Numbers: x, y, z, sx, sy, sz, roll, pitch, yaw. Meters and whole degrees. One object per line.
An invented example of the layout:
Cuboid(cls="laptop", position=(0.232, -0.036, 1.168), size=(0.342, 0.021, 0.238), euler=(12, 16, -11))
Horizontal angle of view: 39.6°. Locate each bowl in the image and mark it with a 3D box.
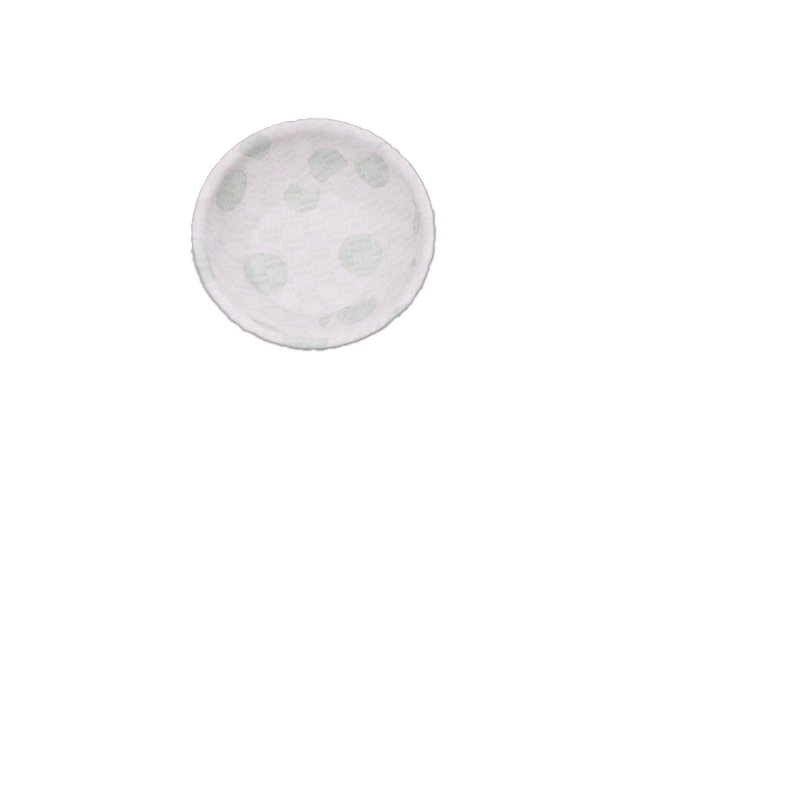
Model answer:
Cuboid(cls="bowl", position=(-0.059, -0.108, 0.755), size=(0.162, 0.169, 0.053), euler=(-1, -17, -1))
